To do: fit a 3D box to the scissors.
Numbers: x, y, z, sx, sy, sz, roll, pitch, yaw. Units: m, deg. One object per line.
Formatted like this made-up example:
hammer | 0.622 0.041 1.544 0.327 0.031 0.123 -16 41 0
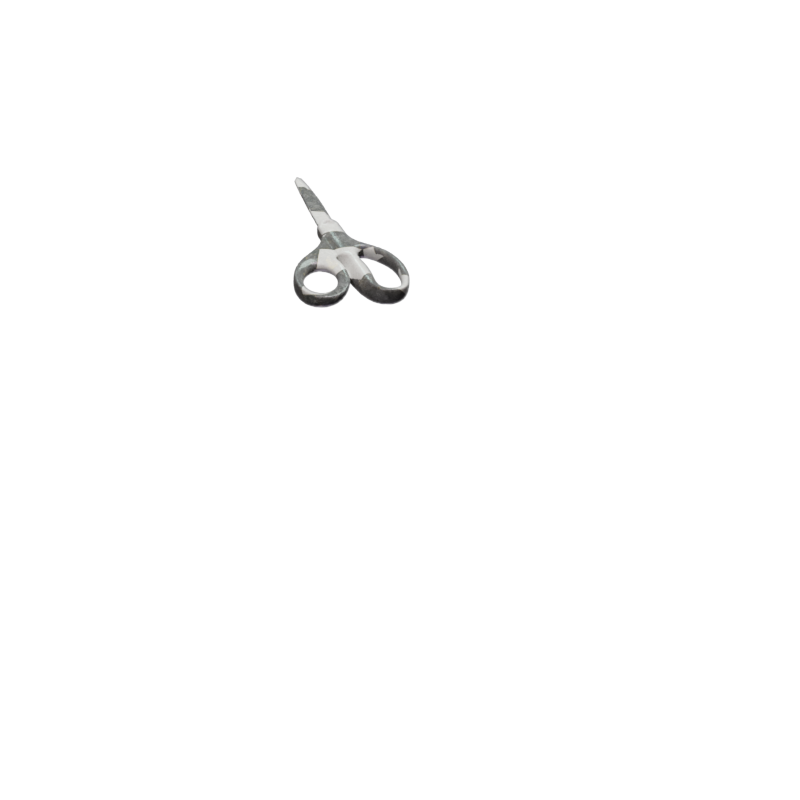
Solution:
scissors | -0.070 -0.128 0.895 0.095 0.015 0.218 -21 41 -26
